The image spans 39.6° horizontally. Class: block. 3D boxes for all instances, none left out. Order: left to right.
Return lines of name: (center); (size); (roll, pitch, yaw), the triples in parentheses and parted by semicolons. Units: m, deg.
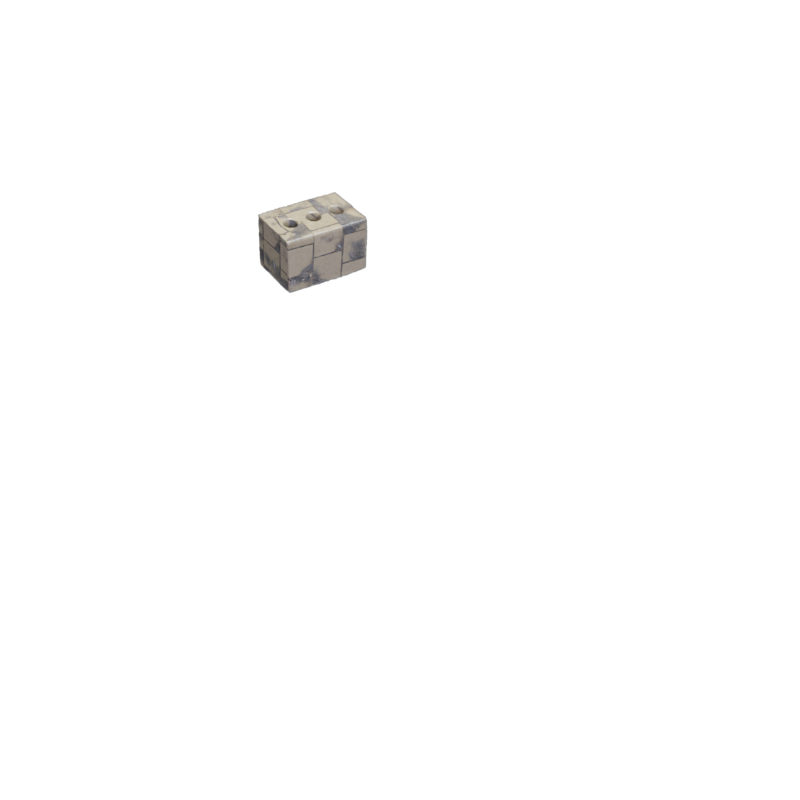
block: (-0.073, -0.132, 0.927); (0.077, 0.048, 0.057); (-21, 42, -26)
